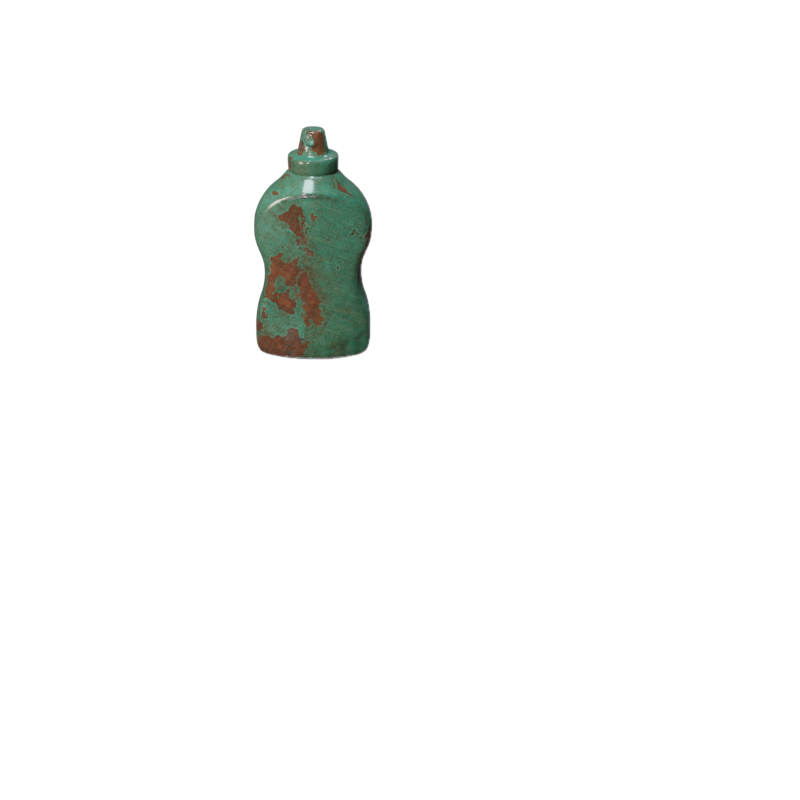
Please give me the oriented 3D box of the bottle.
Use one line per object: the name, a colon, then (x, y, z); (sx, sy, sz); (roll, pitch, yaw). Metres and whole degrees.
bottle: (-0.071, -0.130, 0.909); (0.096, 0.183, 0.061); (2, 22, 2)
